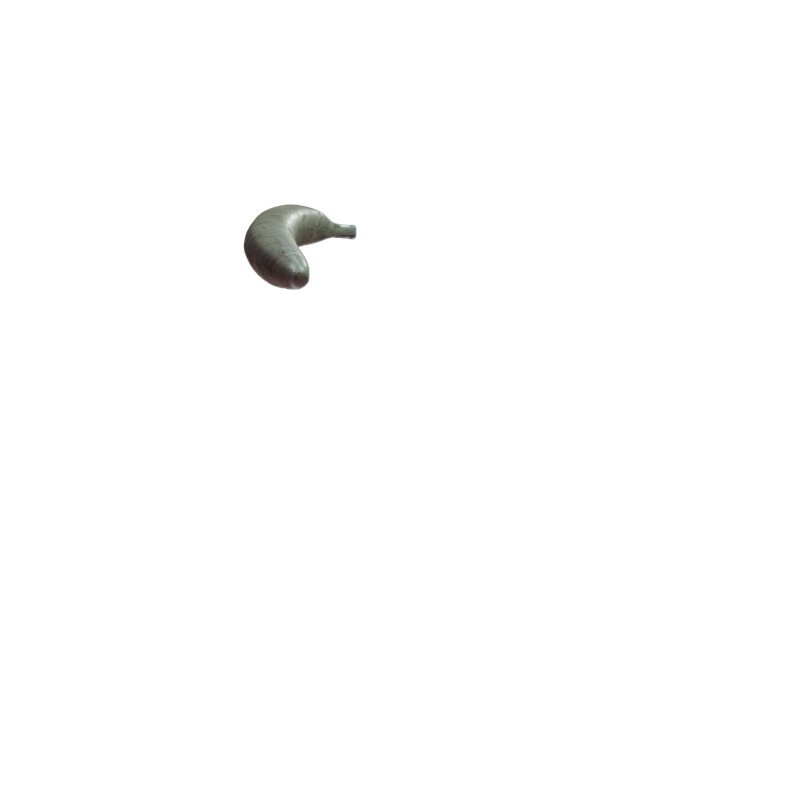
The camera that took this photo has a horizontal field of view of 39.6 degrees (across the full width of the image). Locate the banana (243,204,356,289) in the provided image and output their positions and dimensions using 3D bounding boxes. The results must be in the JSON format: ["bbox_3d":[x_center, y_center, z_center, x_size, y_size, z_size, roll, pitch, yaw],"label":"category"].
[{"bbox_3d":[-0.082,-0.120,0.830,0.070,0.035,0.202,3,20,8],"label":"banana"}]
